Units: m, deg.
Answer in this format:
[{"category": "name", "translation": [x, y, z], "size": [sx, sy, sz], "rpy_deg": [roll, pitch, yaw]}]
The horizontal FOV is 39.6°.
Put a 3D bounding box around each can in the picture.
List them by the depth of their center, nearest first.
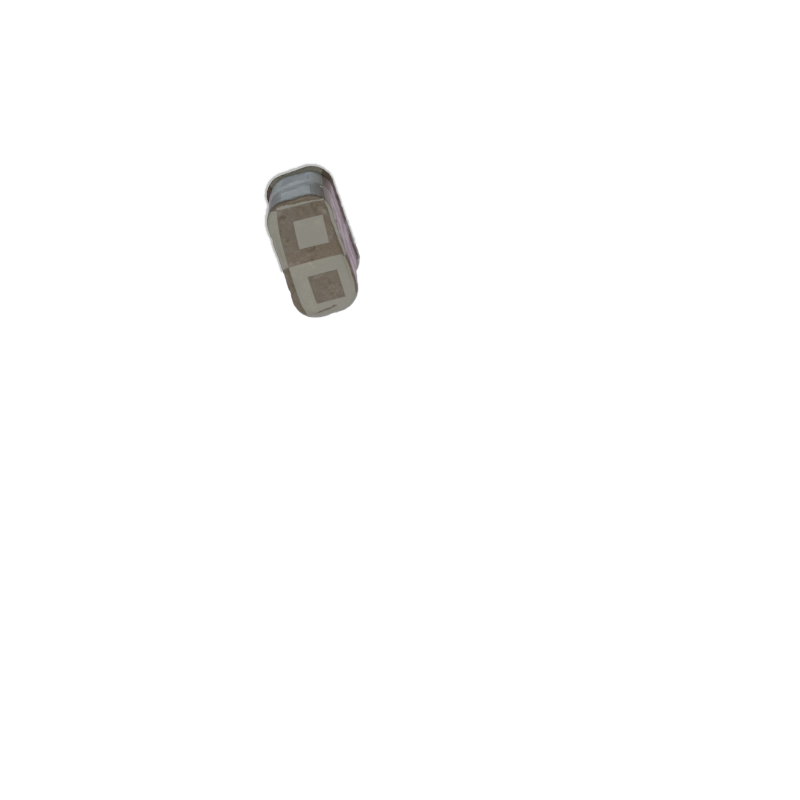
[{"category": "can", "translation": [-0.068, -0.124, 0.871], "size": [0.058, 0.097, 0.088], "rpy_deg": [-18, 20, 4]}]
